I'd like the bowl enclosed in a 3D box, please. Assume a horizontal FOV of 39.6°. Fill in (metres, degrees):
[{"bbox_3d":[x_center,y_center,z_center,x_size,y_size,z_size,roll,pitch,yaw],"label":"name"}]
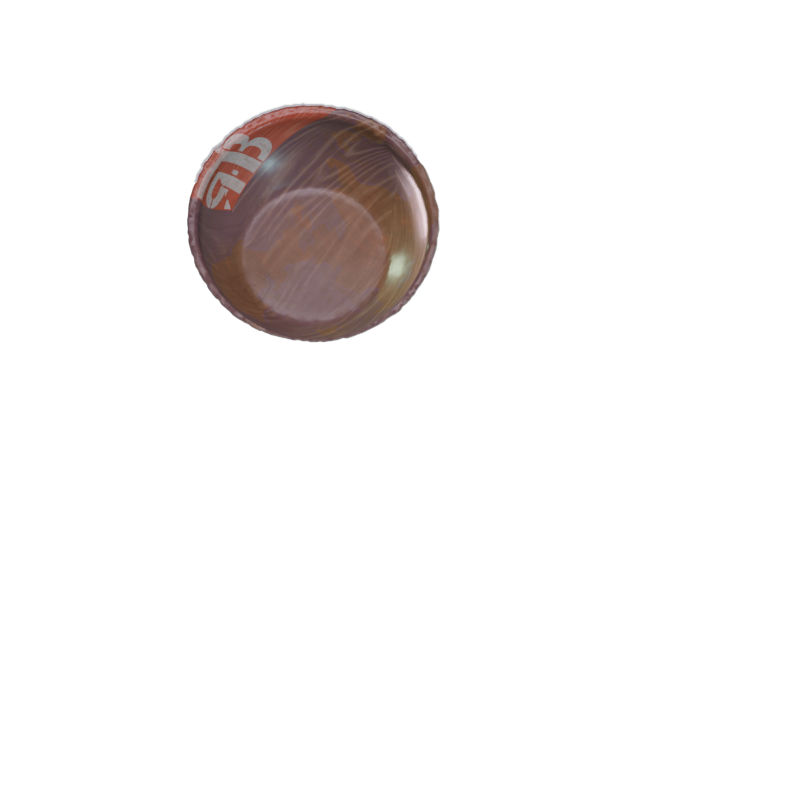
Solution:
[{"bbox_3d":[-0.054,-0.098,0.687,0.162,0.154,0.058,1,23,-1],"label":"bowl"}]
